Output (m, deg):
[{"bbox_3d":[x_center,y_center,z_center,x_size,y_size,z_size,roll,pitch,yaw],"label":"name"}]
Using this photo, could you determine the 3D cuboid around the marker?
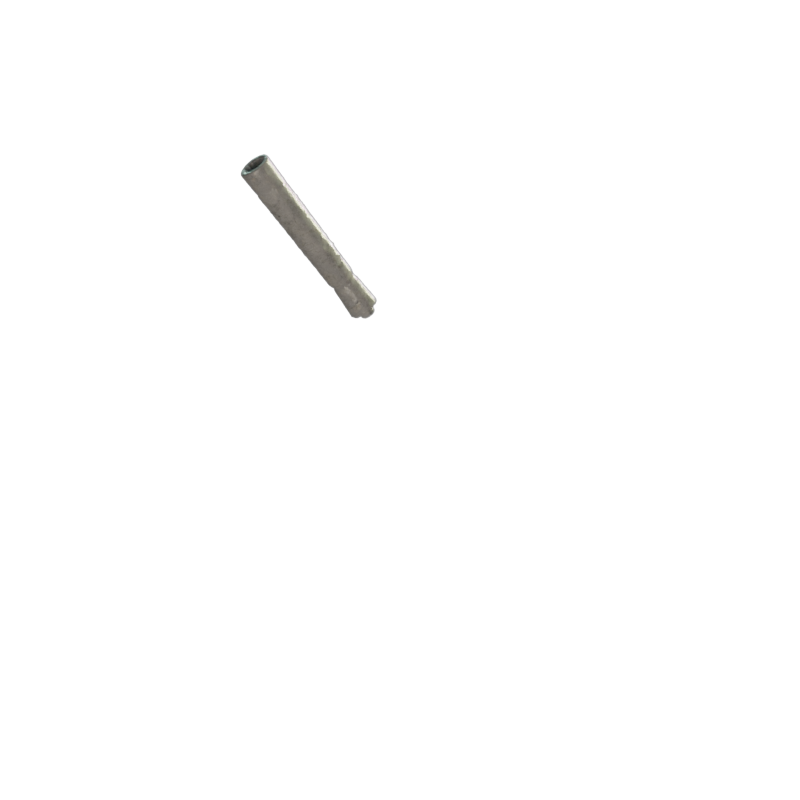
[{"bbox_3d":[-0.051,-0.093,0.650,0.020,0.114,0.021,-30,27,17],"label":"marker"}]
